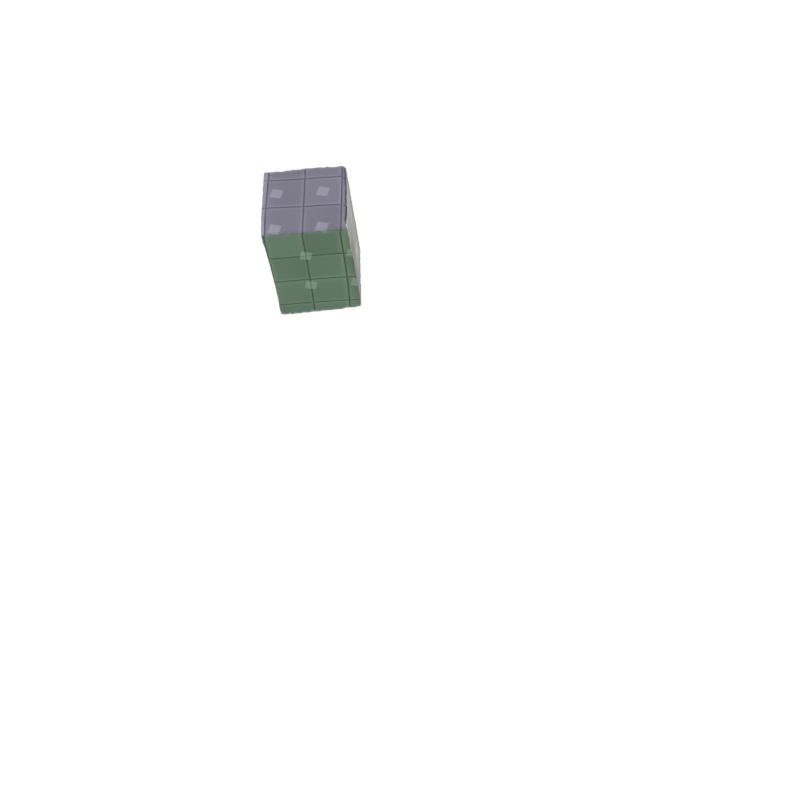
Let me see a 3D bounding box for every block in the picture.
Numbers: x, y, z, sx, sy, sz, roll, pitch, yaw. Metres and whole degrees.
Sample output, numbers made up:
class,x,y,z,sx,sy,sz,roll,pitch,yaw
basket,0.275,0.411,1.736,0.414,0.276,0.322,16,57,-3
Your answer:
class,x,y,z,sx,sy,sz,roll,pitch,yaw
block,-0.053,-0.097,0.682,0.053,0.055,0.072,-4,-37,3
